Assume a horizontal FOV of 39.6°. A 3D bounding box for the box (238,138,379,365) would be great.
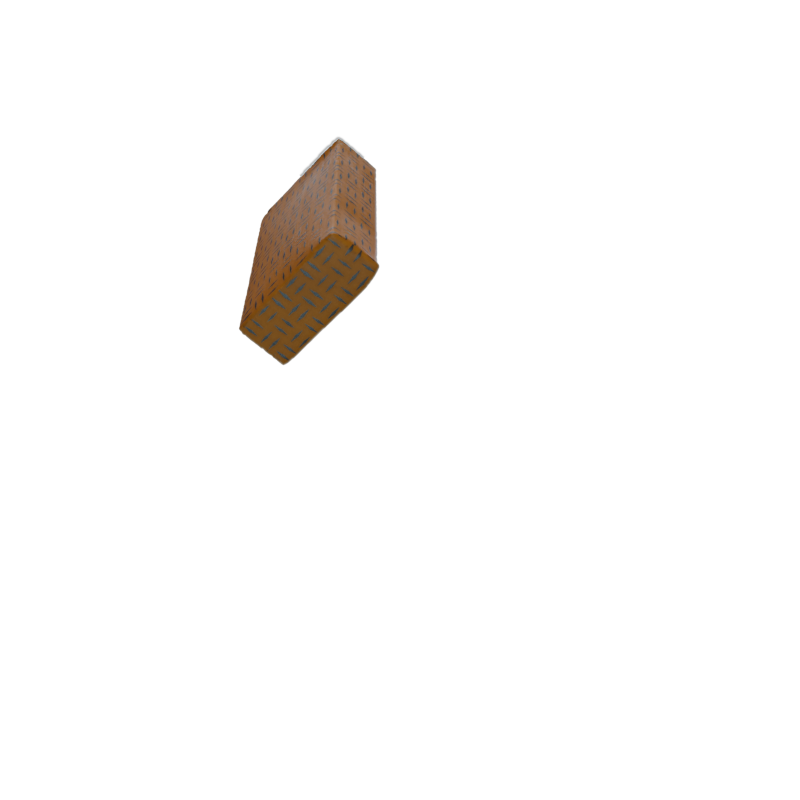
[{"bbox_3d":[-0.060,-0.108,0.759,0.046,0.092,0.187,38,22,-24],"label":"box"}]
